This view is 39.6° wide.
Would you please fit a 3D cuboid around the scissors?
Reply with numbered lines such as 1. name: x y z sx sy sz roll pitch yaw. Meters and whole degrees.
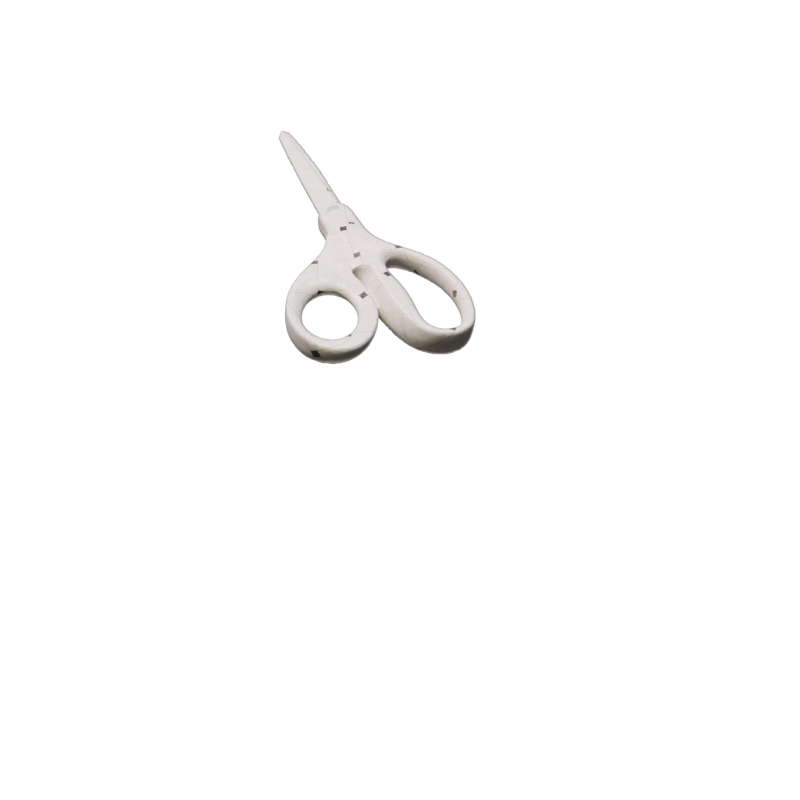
1. scissors: -0.044 -0.081 0.564 0.095 0.015 0.218 -24 46 -25
